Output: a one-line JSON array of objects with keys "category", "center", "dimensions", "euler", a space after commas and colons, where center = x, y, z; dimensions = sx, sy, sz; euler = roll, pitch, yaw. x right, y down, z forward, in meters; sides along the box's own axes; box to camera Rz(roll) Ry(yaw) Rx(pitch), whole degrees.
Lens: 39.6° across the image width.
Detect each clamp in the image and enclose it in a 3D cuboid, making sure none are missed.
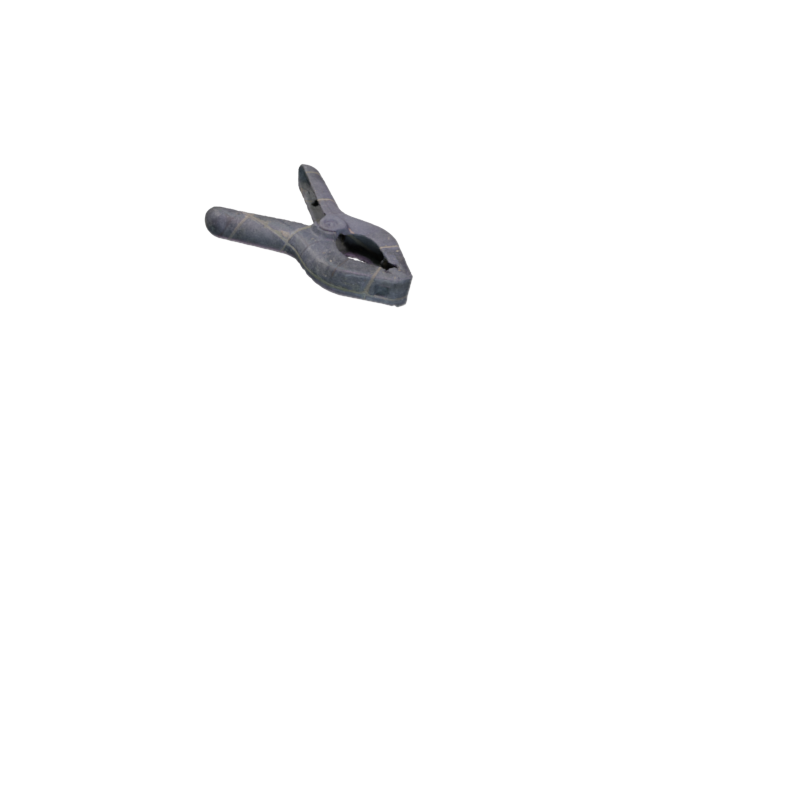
[{"category": "clamp", "center": [-0.068, -0.124, 0.869], "dimensions": [0.120, 0.036, 0.184], "euler": [-29, 50, -27]}]
